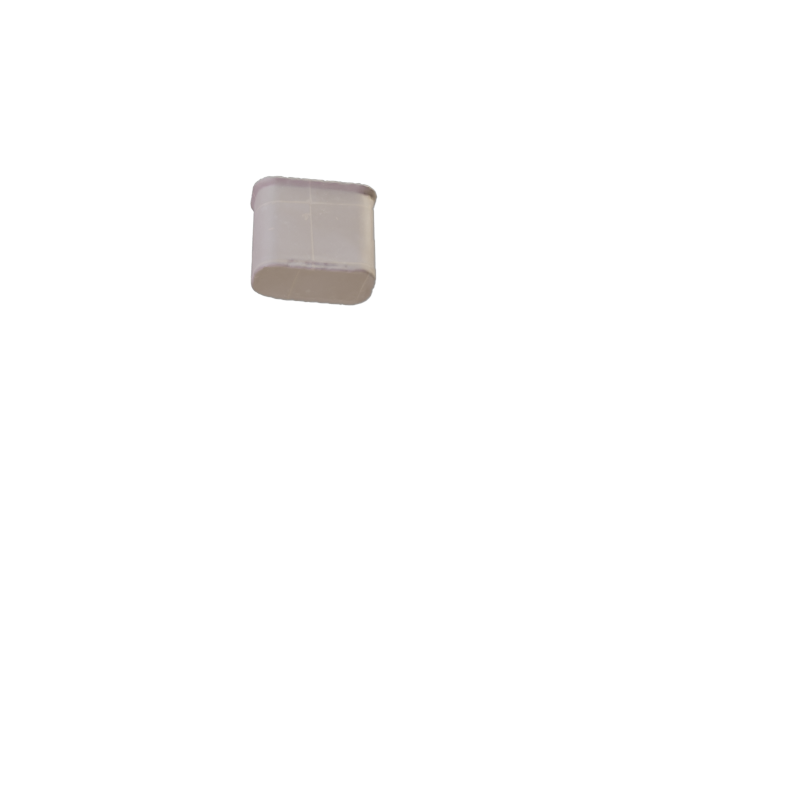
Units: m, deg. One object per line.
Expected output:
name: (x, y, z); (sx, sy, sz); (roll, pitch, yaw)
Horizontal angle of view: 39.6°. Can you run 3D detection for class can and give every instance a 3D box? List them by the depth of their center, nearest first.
can: (-0.069, -0.126, 0.885); (0.101, 0.089, 0.055); (4, -31, -8)
